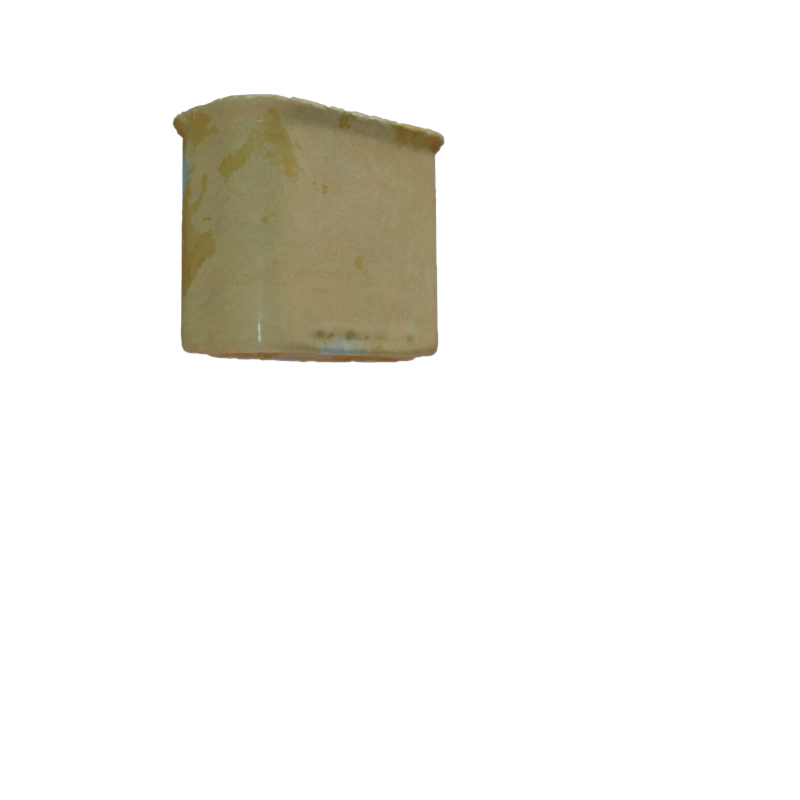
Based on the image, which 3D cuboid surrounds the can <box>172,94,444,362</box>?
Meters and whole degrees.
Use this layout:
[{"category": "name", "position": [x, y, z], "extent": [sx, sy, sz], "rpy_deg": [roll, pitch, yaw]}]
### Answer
[{"category": "can", "position": [-0.031, -0.057, 0.398], "extent": [0.097, 0.085, 0.059], "rpy_deg": [3, -7, -44]}]
